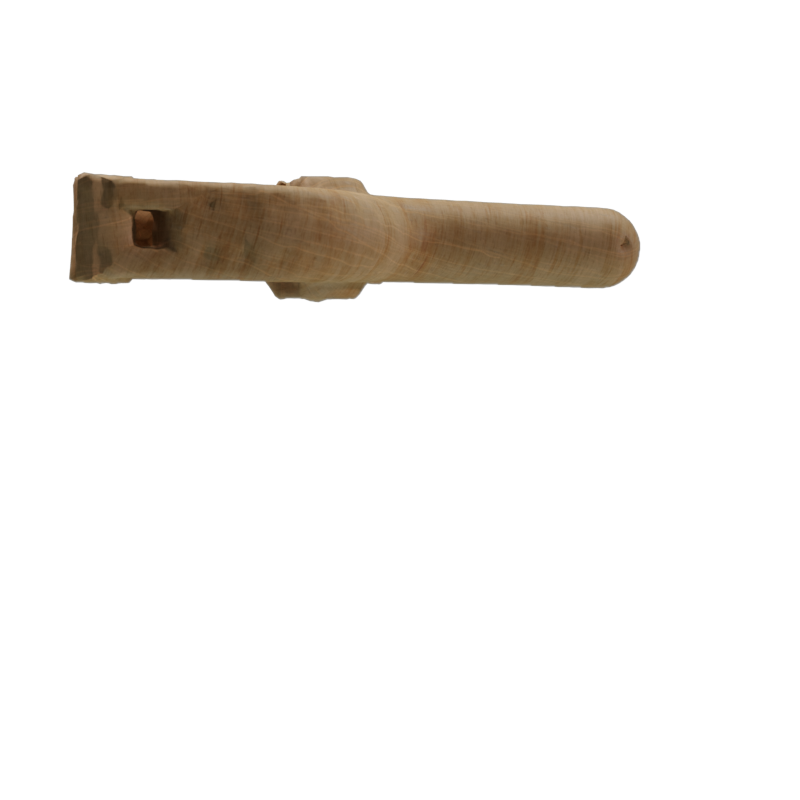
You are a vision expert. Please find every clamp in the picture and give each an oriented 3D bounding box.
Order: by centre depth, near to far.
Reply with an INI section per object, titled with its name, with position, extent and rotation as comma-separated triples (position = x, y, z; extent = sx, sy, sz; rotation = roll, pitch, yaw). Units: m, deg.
[clamp]
position = -0.027, -0.049, 0.340
extent = 0.165, 0.040, 0.123
rotation = 0, -1, -35
